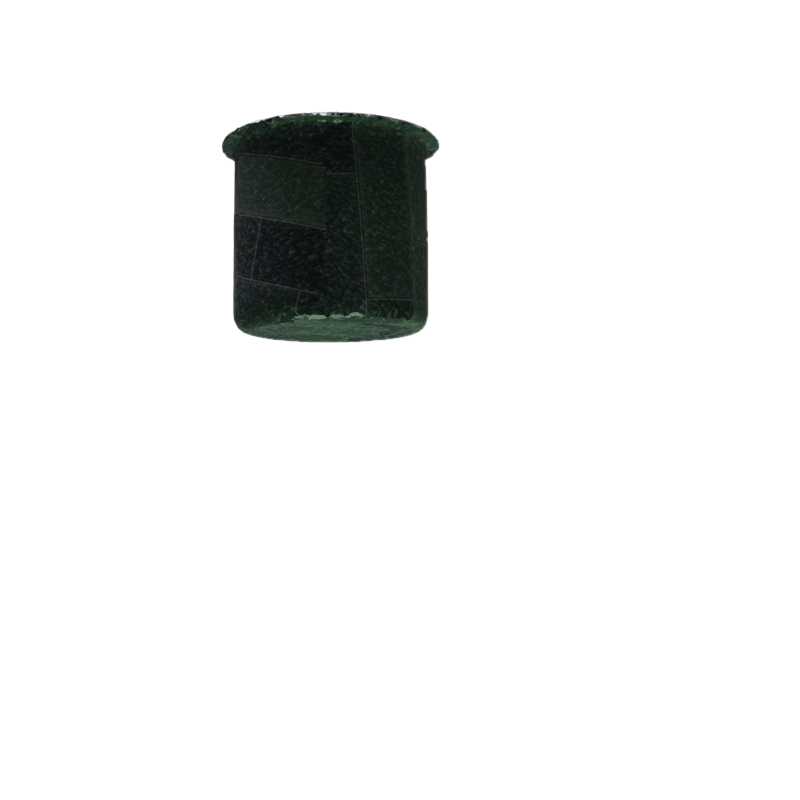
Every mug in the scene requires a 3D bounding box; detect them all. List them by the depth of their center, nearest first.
[{"bbox_3d":[-0.037,-0.068,0.478,0.089,0.083,0.120,6,-9,-40],"label":"mug"}]
